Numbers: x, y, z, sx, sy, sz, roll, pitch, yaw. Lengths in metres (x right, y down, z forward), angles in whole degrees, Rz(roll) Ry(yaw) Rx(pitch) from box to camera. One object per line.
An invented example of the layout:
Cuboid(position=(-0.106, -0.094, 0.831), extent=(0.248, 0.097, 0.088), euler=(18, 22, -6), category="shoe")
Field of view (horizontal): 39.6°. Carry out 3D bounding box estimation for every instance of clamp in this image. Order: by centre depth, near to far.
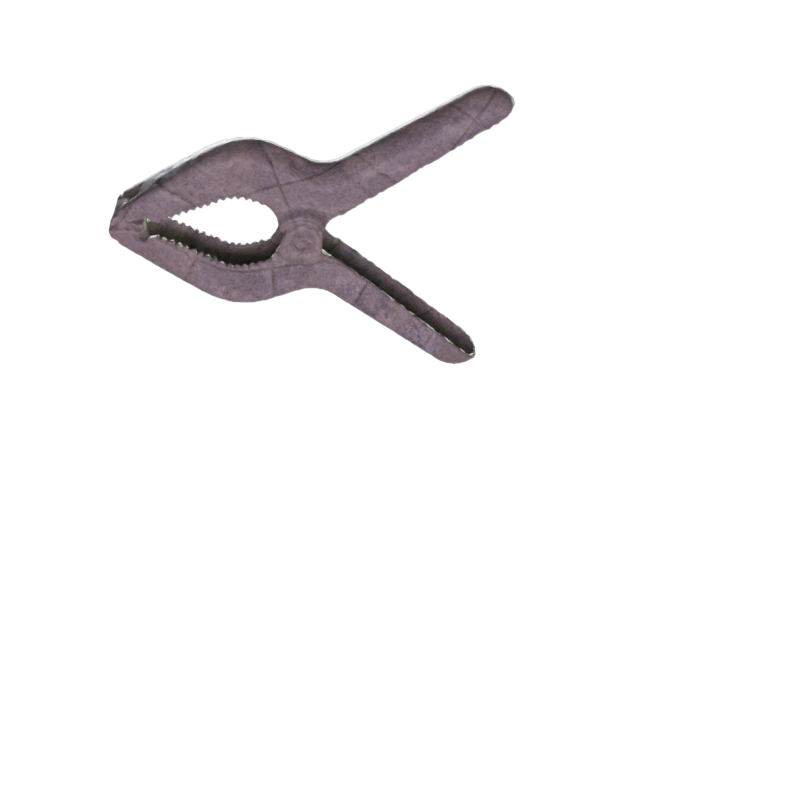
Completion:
Cuboid(position=(-0.046, -0.084, 0.591), extent=(0.210, 0.154, 0.039), euler=(-3, 32, 1), category="clamp")
